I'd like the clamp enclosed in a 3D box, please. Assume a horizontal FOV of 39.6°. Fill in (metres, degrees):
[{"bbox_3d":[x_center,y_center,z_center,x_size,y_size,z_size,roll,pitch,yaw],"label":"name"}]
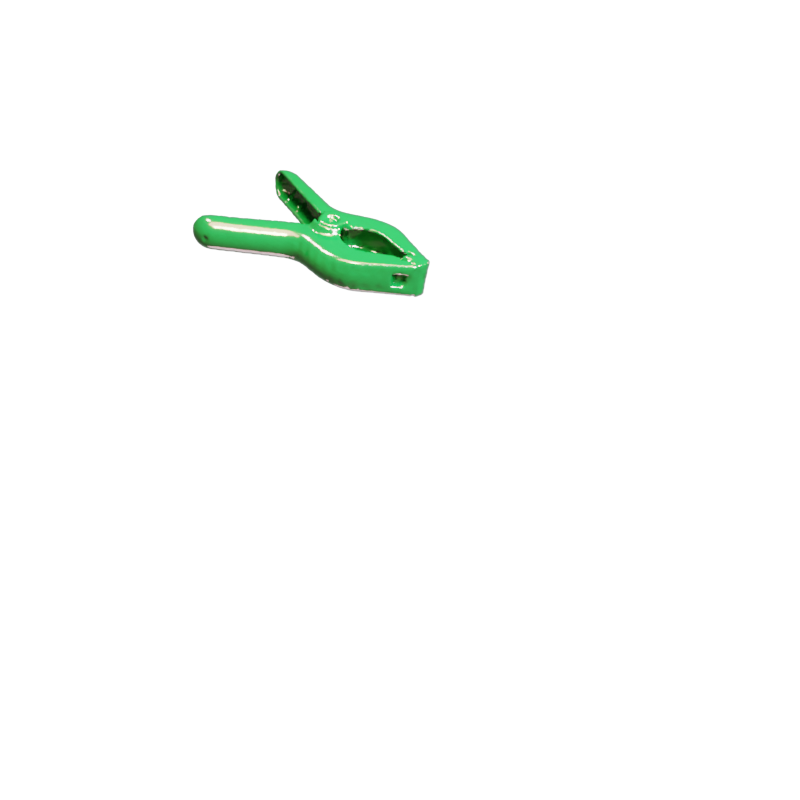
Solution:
[{"bbox_3d":[-0.064,-0.116,0.814,0.182,0.037,0.121,28,46,31],"label":"clamp"}]
